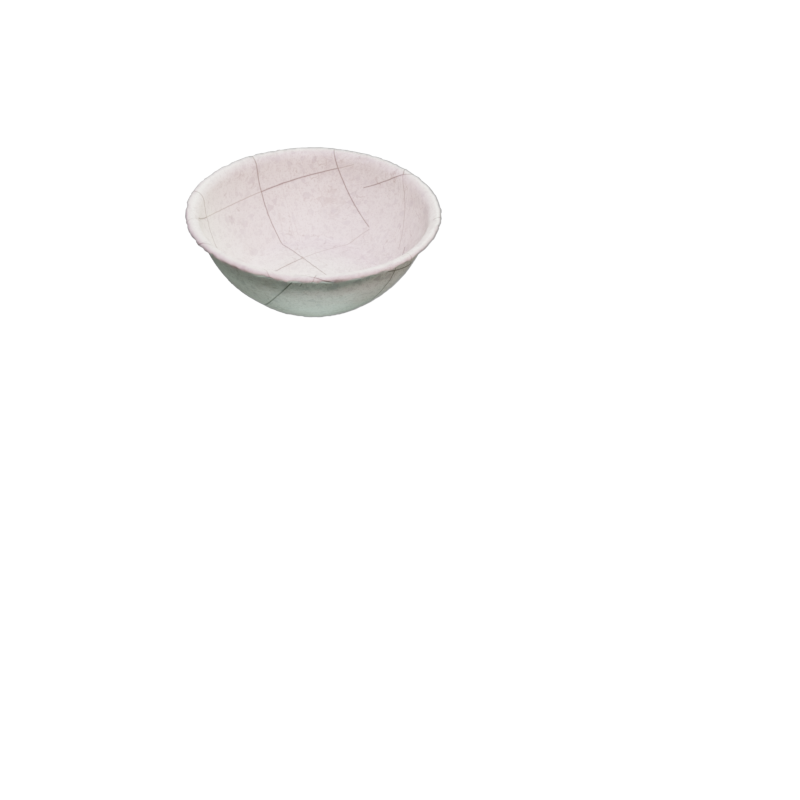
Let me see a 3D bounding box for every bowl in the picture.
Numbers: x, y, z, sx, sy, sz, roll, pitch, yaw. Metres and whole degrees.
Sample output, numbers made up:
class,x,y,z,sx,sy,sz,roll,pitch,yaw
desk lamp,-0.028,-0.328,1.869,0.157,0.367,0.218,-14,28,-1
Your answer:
class,x,y,z,sx,sy,sz,roll,pitch,yaw
bowl,-0.056,-0.102,0.715,0.162,0.051,0.173,-1,38,-2
